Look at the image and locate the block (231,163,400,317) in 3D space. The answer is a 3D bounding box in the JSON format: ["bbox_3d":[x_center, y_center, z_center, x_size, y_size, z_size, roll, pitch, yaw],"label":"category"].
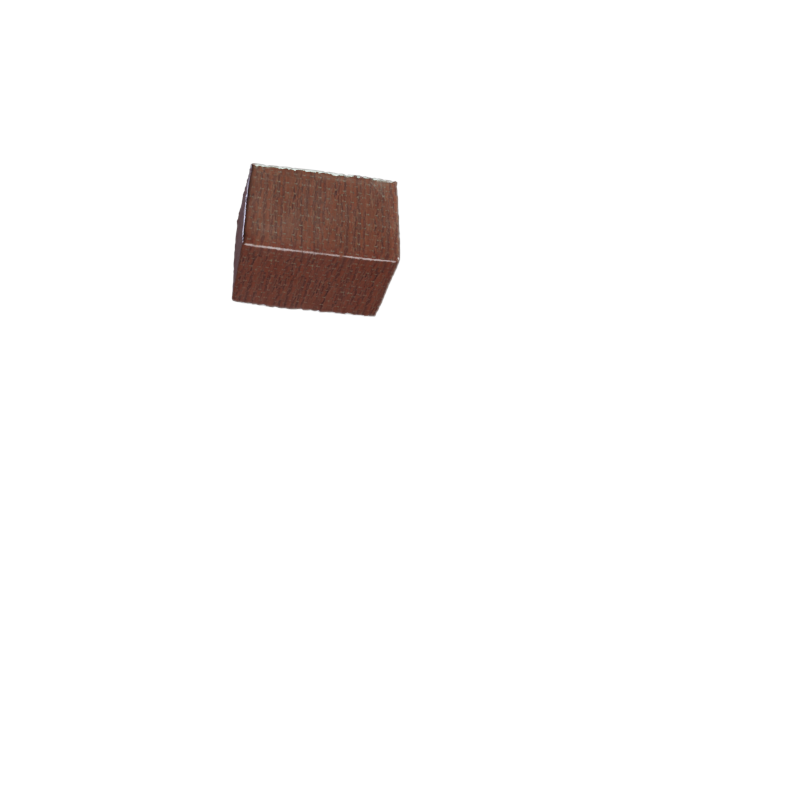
[{"bbox_3d":[-0.044,-0.080,0.560,0.077,0.055,0.050,6,-34,-11],"label":"block"}]
